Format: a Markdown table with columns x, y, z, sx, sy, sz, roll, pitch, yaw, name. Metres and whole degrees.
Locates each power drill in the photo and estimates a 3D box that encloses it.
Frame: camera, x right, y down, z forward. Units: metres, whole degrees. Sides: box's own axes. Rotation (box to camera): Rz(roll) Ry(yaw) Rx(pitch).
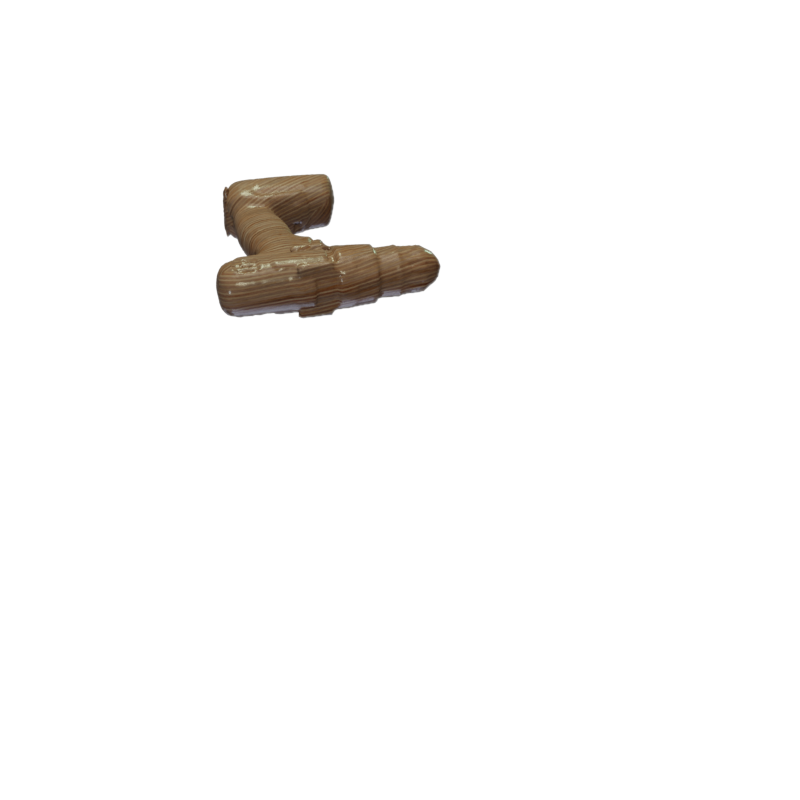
| x | y | z | sx | sy | sz | roll | pitch | yaw | name |
| --- | --- | --- | --- | --- | --- | --- | --- | --- | --- |
| -0.075 | -0.138 | 0.964 | 0.182 | 0.054 | 0.201 | -7 | 31 | -11 | power drill |
